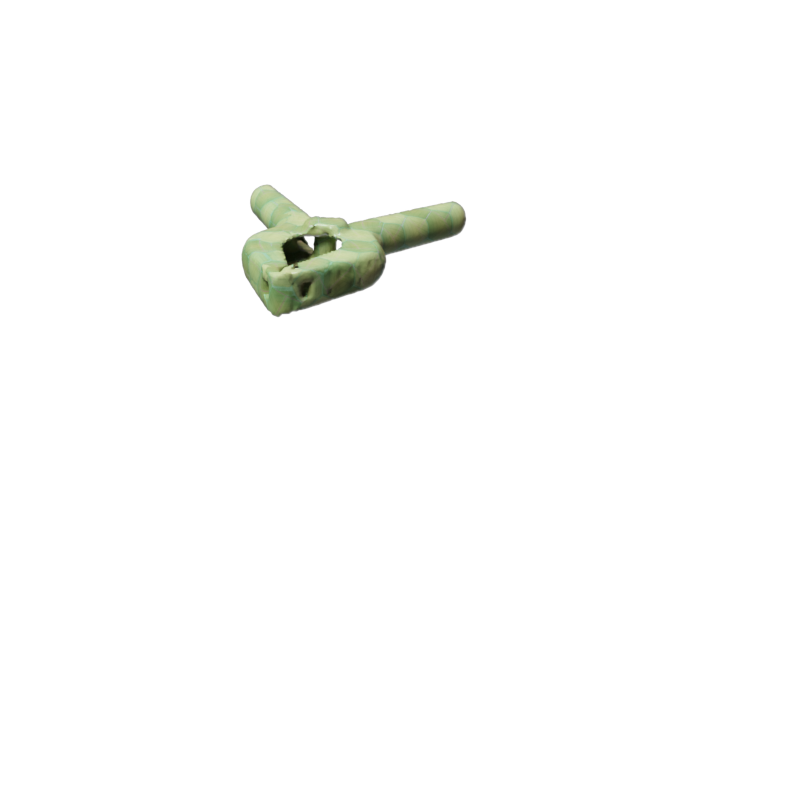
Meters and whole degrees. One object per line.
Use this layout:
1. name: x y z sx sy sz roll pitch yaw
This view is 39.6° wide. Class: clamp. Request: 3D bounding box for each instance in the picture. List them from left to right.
1. clamp: -0.060 -0.109 0.760 0.170 0.035 0.214 9 26 18
